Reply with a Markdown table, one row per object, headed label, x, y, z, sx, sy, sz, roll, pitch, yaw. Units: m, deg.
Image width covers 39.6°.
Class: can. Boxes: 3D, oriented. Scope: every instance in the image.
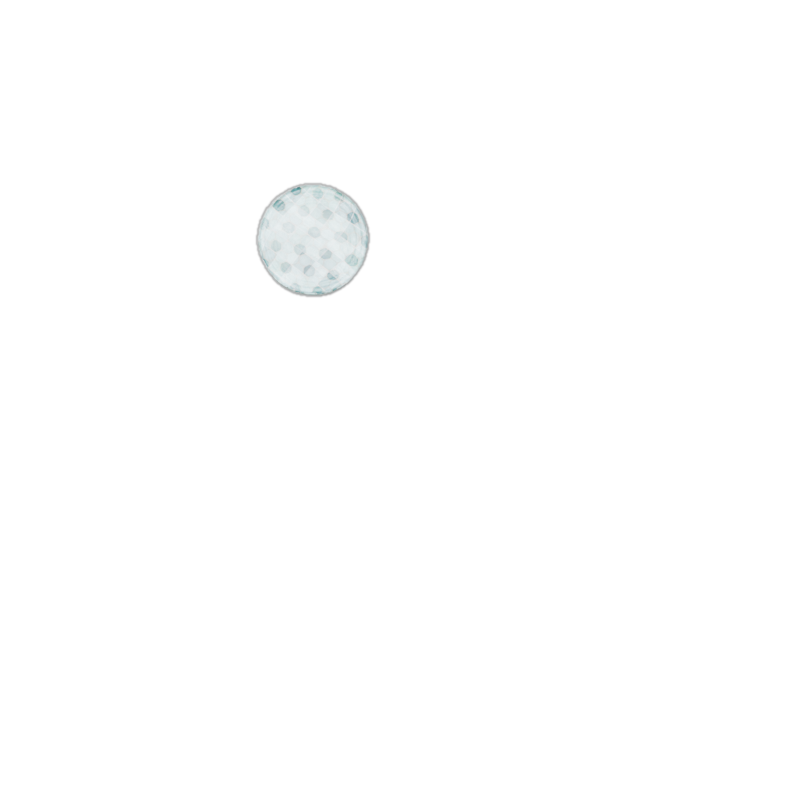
| label | x | y | z | sx | sy | sz | roll | pitch | yaw |
| --- | --- | --- | --- | --- | --- | --- | --- | --- | --- |
| can | -0.068 | -0.124 | 0.867 | 0.086 | 0.087 | 0.033 | 0 | -7 | -1 |
